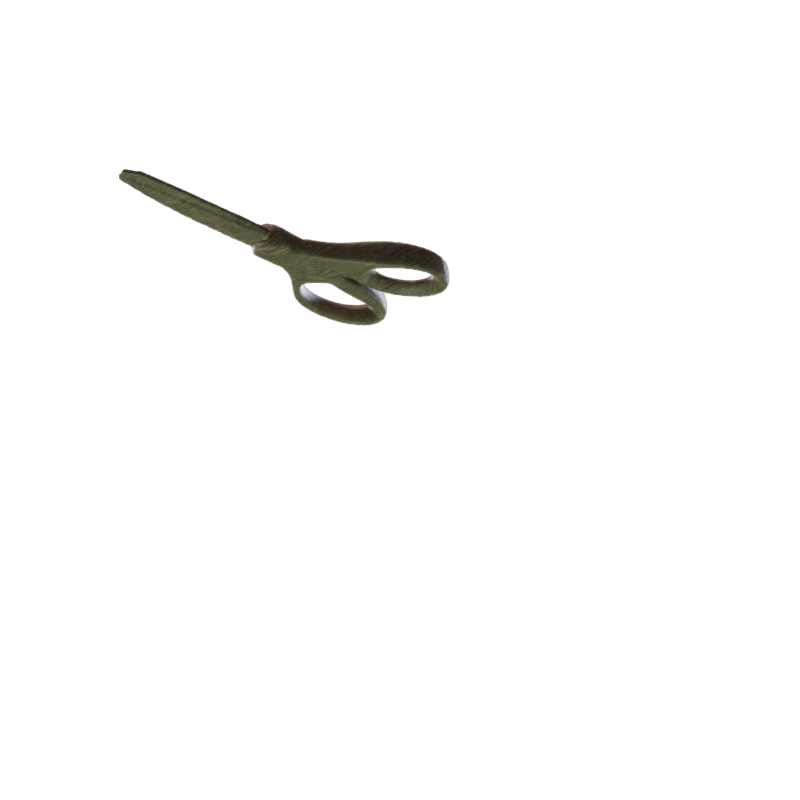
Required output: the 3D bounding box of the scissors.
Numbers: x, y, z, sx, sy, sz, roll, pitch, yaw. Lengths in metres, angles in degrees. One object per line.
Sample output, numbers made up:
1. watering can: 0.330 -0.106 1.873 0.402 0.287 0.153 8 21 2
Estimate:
1. scissors: -0.044 -0.080 0.559 0.098 0.017 0.188 -9 -21 23
